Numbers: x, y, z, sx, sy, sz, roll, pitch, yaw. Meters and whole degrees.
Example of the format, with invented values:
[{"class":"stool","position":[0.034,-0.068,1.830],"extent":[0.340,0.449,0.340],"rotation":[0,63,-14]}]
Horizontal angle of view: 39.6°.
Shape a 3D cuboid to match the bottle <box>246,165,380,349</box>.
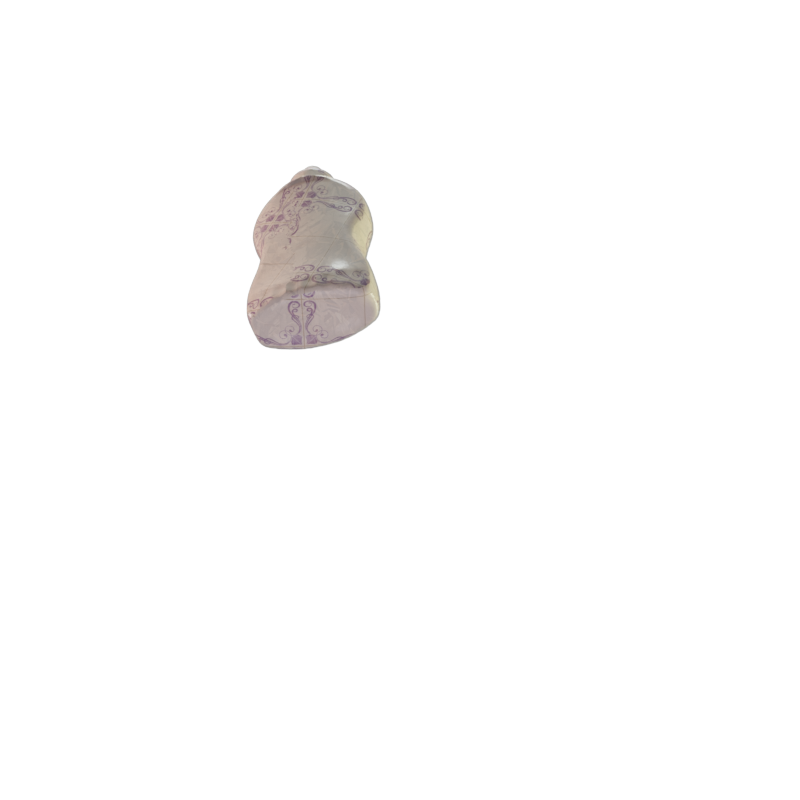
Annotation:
[{"class":"bottle","position":[-0.069,-0.125,0.875],"extent":[0.097,0.054,0.206],"rotation":[-15,41,10]}]
